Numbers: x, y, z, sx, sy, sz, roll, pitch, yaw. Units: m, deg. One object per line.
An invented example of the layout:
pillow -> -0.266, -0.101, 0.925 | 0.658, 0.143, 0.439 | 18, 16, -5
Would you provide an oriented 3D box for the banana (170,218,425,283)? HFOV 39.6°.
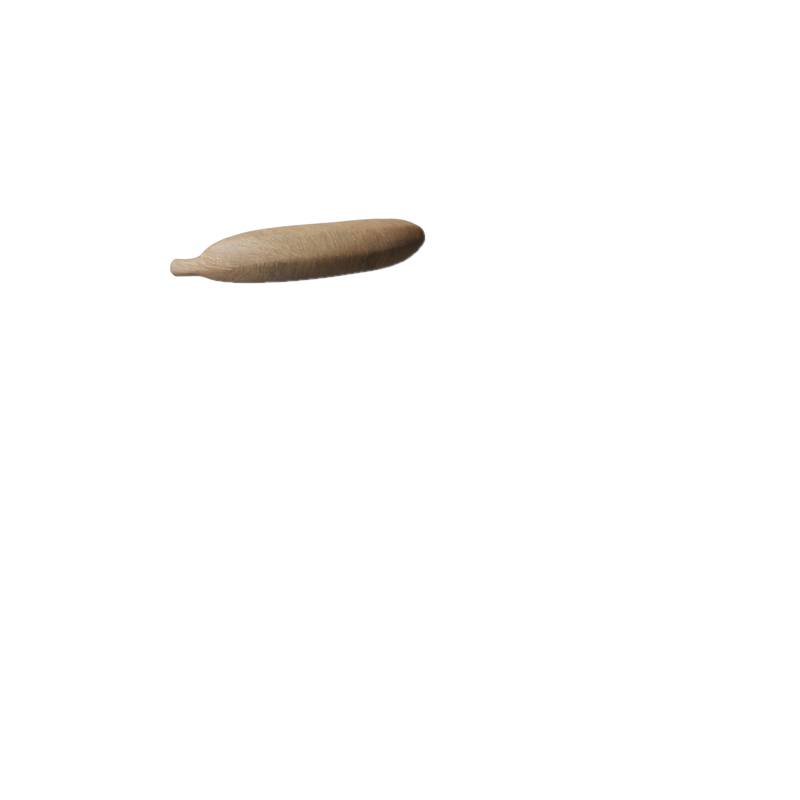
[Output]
banana -> -0.055, -0.106, 0.766 | 0.193, 0.036, 0.074 | -9, 19, -26
